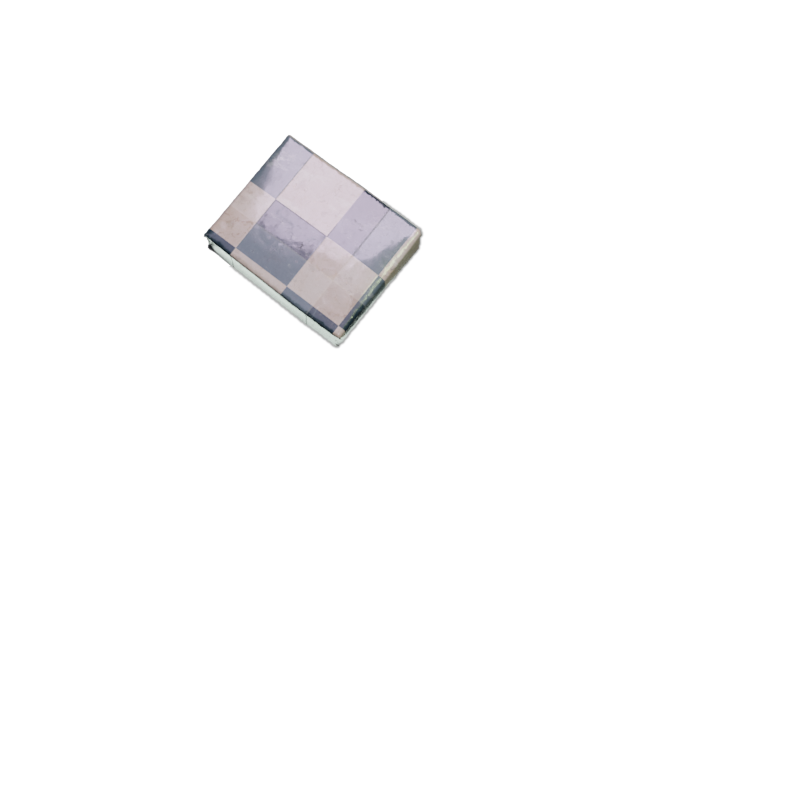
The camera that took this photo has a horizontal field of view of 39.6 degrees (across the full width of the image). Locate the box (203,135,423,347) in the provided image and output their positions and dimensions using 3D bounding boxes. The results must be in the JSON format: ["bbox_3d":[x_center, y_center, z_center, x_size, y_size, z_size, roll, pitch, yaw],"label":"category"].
[{"bbox_3d":[-0.057,-0.103,0.723,0.117,0.091,0.037,36,-15,10],"label":"box"}]
